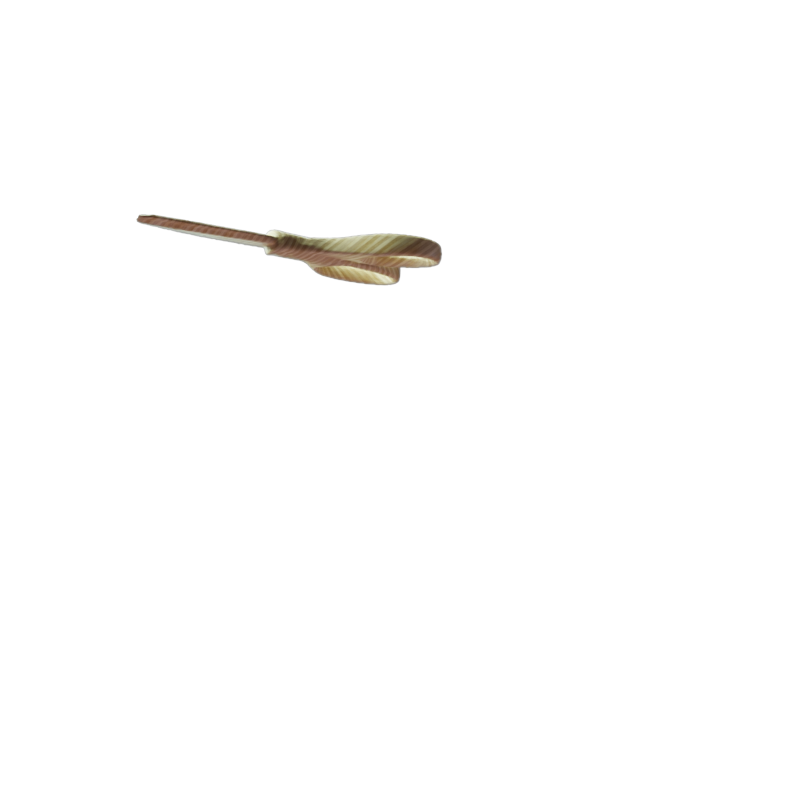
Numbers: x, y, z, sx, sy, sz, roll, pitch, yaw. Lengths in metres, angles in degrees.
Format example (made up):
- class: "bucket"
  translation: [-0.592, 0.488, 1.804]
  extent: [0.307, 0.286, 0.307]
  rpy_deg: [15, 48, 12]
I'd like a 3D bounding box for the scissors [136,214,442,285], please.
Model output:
- class: "scissors"
  translation: [-0.052, -0.096, 0.671]
  extent: [0.099, 0.016, 0.191]
  rpy_deg: [-6, -9, 37]
